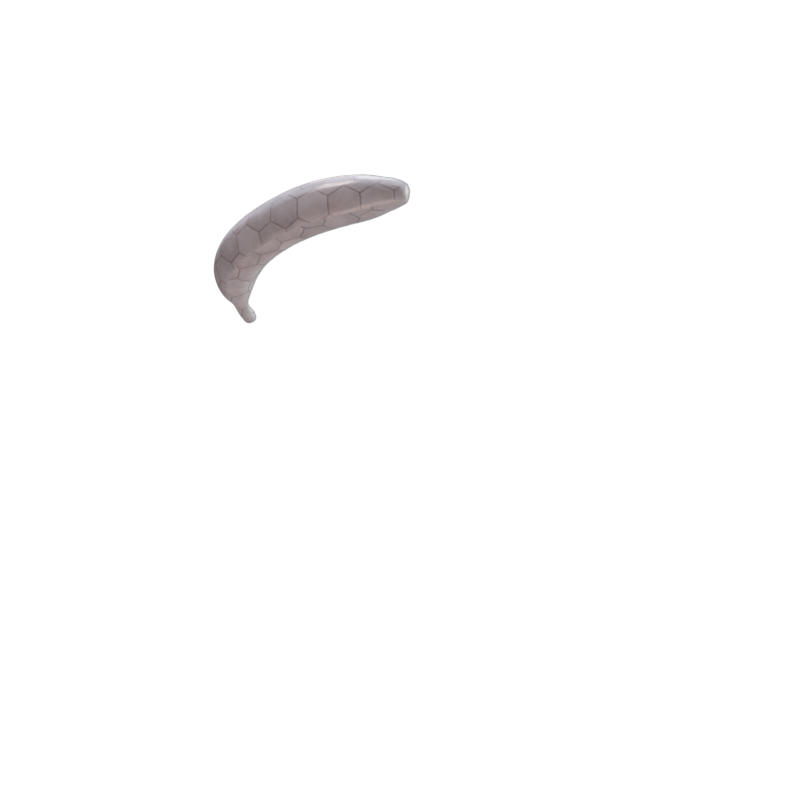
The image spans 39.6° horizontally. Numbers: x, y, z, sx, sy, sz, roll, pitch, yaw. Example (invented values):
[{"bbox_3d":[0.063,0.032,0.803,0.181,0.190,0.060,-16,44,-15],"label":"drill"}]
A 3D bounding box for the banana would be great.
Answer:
[{"bbox_3d":[-0.080,-0.120,0.807,0.066,0.039,0.196,23,-37,-35],"label":"banana"}]
